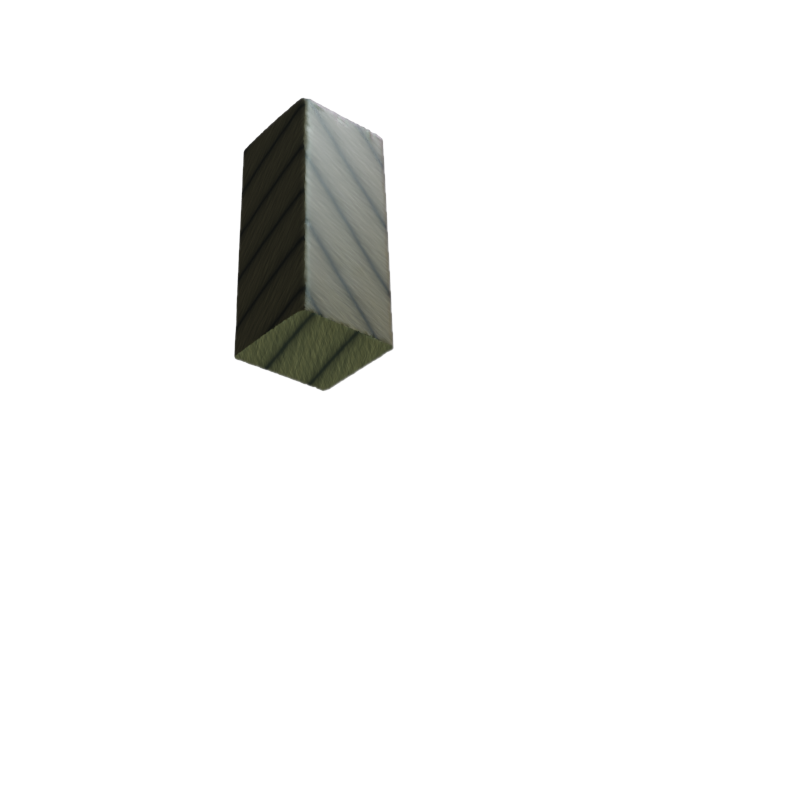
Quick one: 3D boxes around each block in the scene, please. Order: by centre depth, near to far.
[{"bbox_3d":[-0.070,-0.128,0.893,0.086,0.220,0.089,23,-41,-33],"label":"block"}]
